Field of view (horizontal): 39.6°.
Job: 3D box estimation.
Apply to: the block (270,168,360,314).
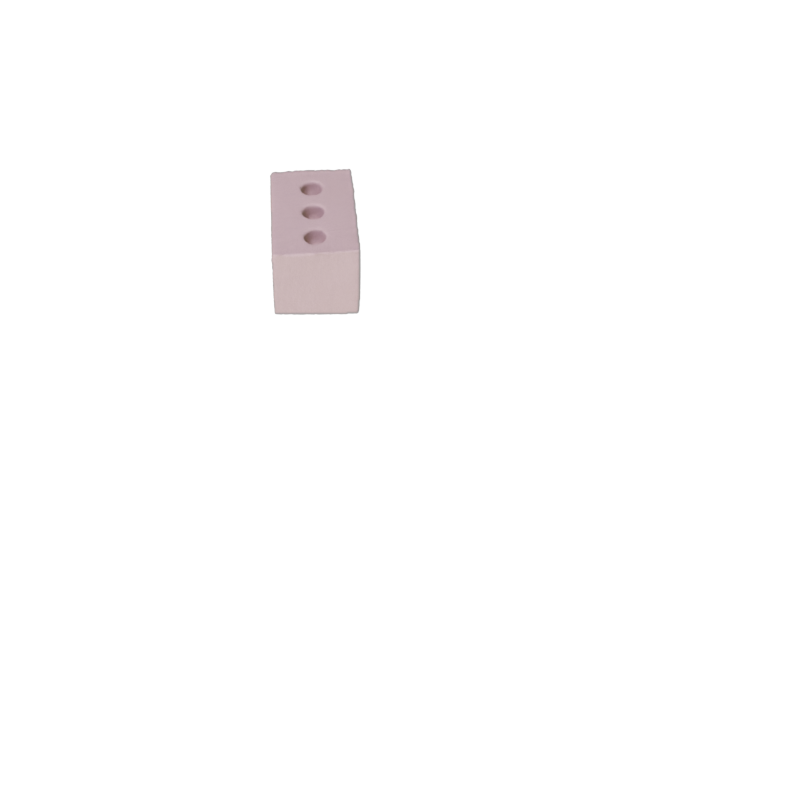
[{"bbox_3d":[-0.053,-0.097,0.681,0.052,0.084,0.048,-3,-43,-5],"label":"block"}]
